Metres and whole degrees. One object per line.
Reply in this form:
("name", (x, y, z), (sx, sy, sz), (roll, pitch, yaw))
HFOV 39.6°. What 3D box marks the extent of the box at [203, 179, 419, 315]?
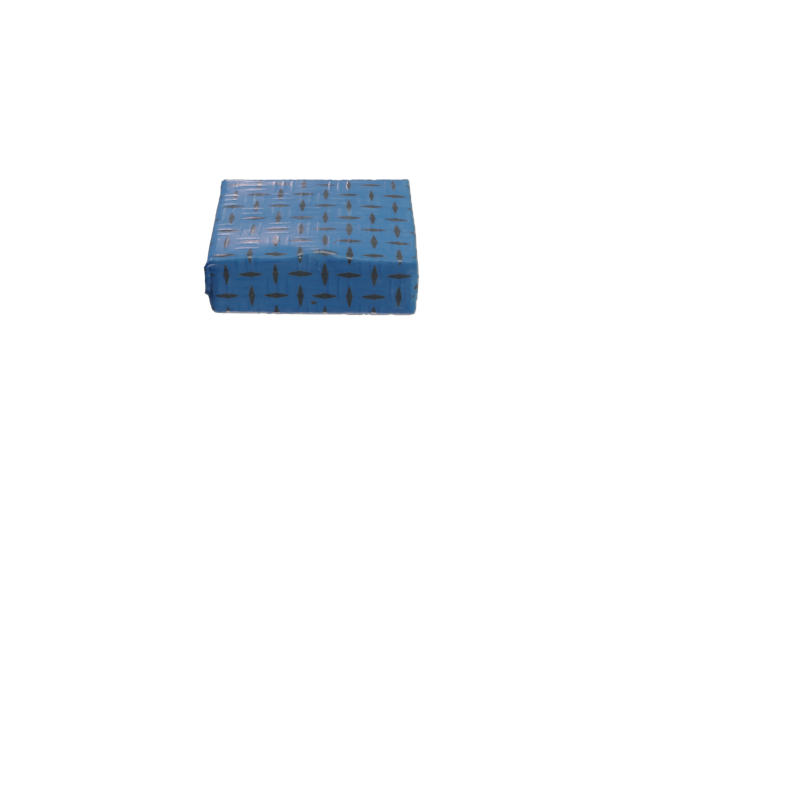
("box", (-0.038, -0.070, 0.488), (0.089, 0.028, 0.078), (0, 36, 0))
